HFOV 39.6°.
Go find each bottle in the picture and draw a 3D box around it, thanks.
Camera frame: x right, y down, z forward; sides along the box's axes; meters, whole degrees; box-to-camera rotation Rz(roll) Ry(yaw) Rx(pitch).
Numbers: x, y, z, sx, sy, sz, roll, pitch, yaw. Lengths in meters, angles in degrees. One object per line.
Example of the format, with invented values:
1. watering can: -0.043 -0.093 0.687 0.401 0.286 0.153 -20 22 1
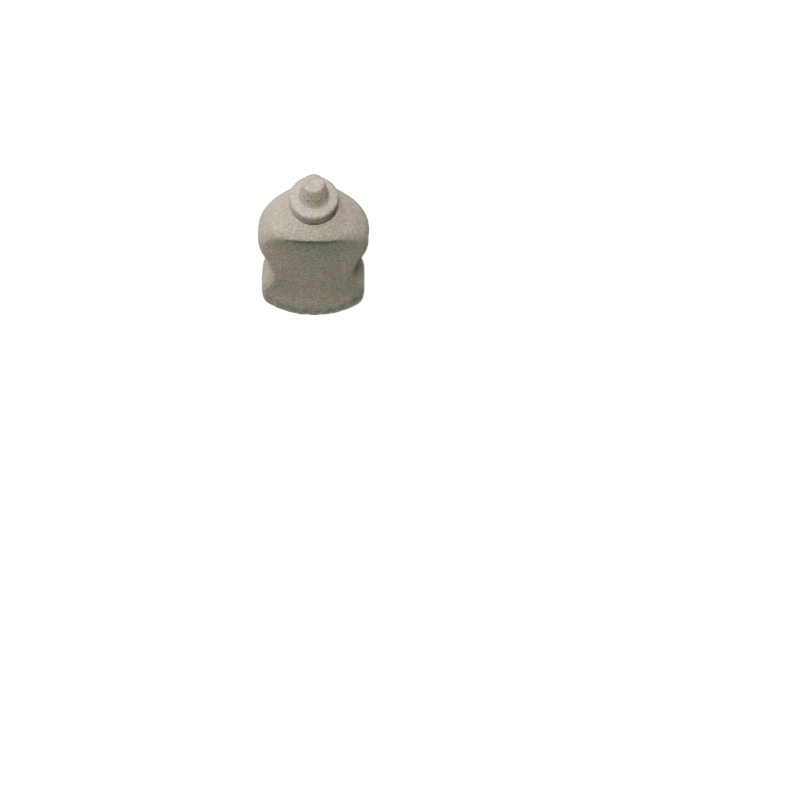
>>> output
1. bottle: -0.076 -0.139 0.973 0.096 0.062 0.182 3 -23 -2
